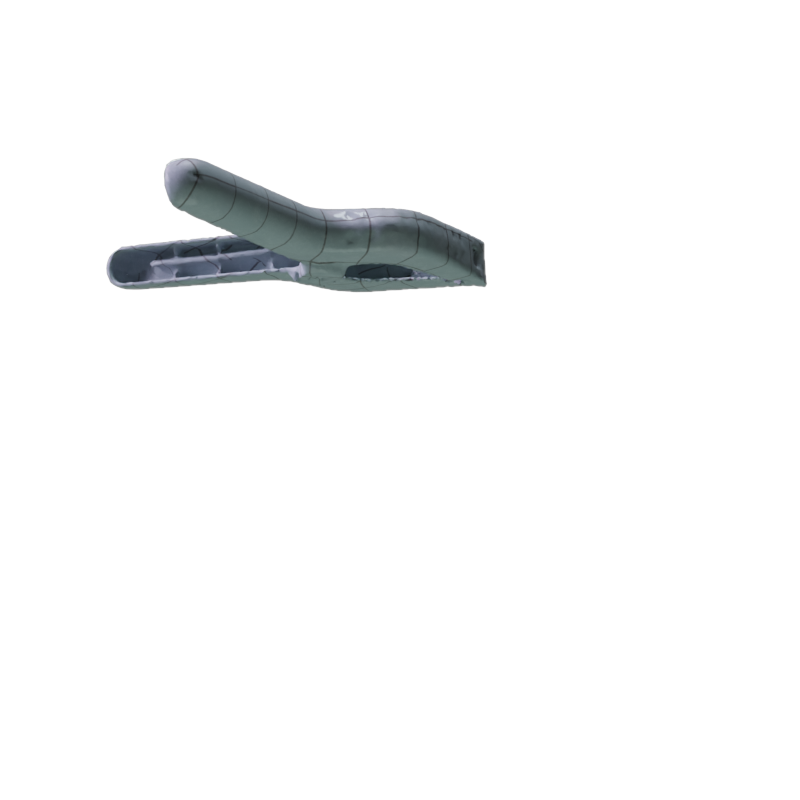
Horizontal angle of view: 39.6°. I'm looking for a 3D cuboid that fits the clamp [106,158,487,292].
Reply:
[{"bbox_3d":[-0.046,-0.084,0.591,0.206,0.038,0.163,2,-10,-14],"label":"clamp"}]
